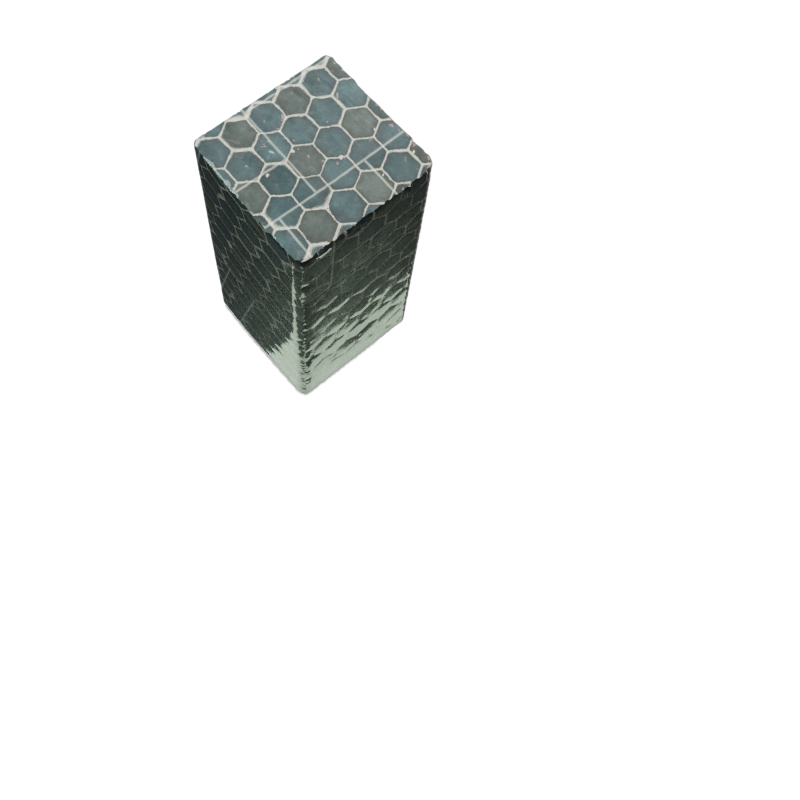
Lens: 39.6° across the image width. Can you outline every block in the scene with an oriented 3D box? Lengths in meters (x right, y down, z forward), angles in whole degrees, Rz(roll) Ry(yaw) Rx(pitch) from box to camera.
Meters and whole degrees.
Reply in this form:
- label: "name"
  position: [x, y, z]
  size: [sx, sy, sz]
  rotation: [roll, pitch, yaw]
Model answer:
- label: "block"
  position: [-0.050, -0.092, 0.647]
  size: [0.091, 0.094, 0.196]
  rotation: [-37, -14, -15]
